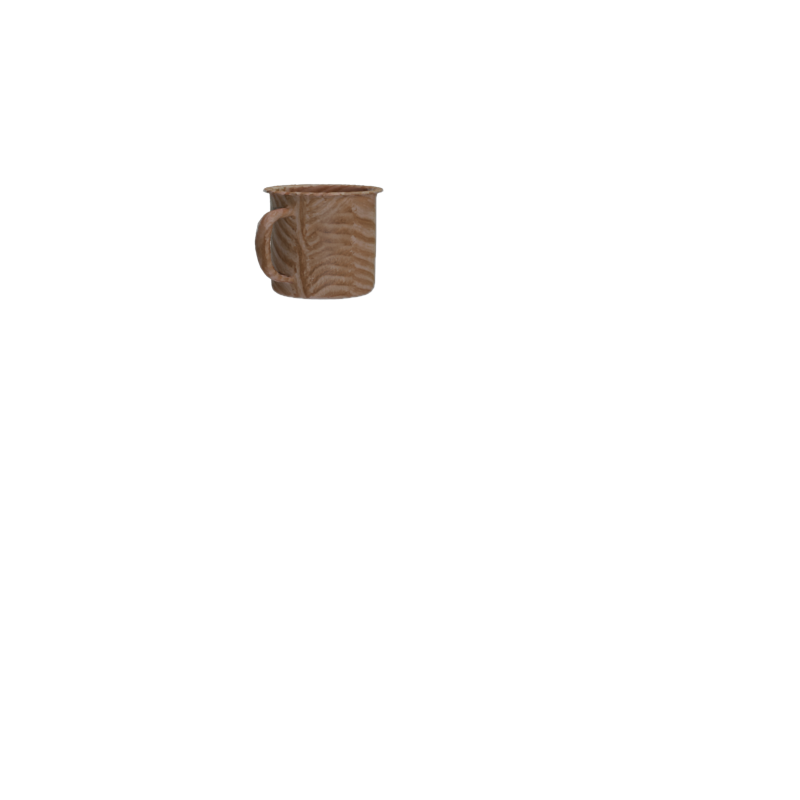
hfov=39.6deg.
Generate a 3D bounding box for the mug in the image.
[{"bbox_3d":[-0.067,-0.121,0.851,0.098,0.080,0.115,9,15,36],"label":"mug"}]
